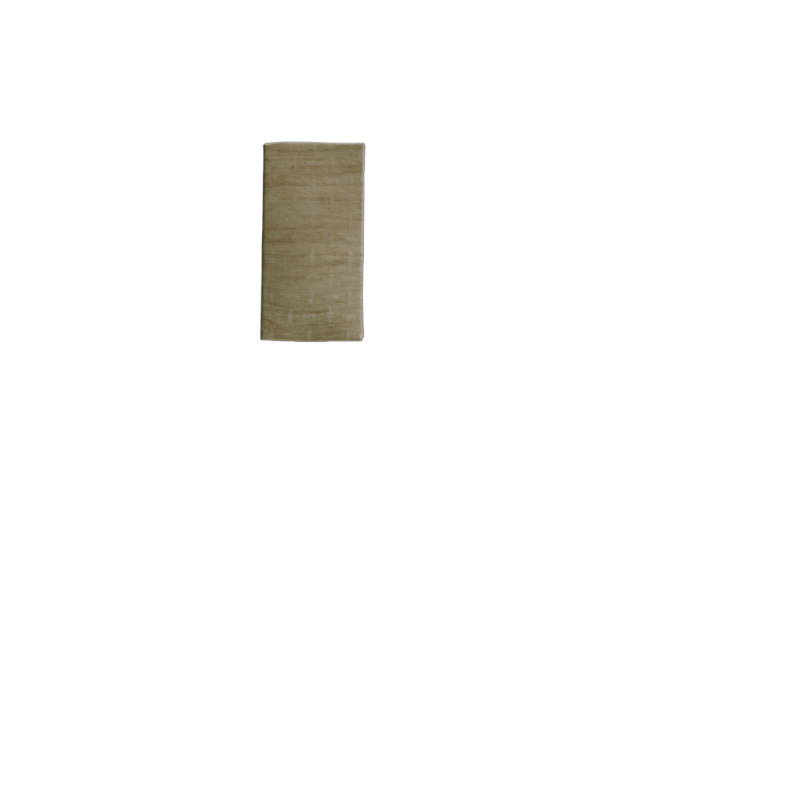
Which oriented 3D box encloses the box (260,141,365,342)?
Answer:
[{"bbox_3d":[-0.077,-0.141,0.987,0.093,0.176,0.048,0,0,0],"label":"box"}]
